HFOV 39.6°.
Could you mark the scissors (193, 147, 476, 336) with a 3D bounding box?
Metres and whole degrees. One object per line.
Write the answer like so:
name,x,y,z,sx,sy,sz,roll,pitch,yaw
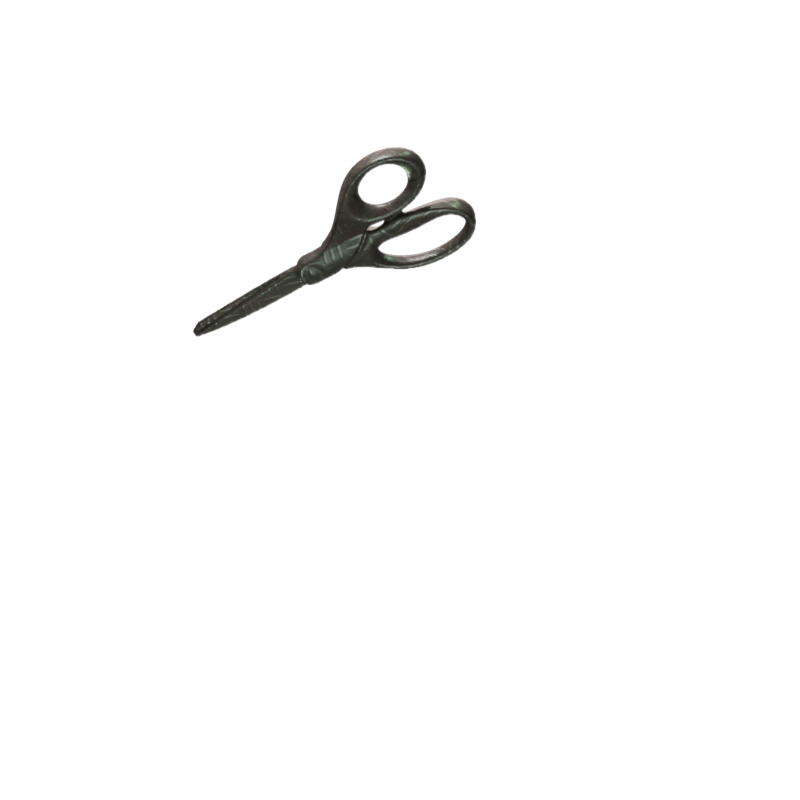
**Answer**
scissors,-0.054,-0.099,0.696,0.203,0.089,0.017,-14,38,11
